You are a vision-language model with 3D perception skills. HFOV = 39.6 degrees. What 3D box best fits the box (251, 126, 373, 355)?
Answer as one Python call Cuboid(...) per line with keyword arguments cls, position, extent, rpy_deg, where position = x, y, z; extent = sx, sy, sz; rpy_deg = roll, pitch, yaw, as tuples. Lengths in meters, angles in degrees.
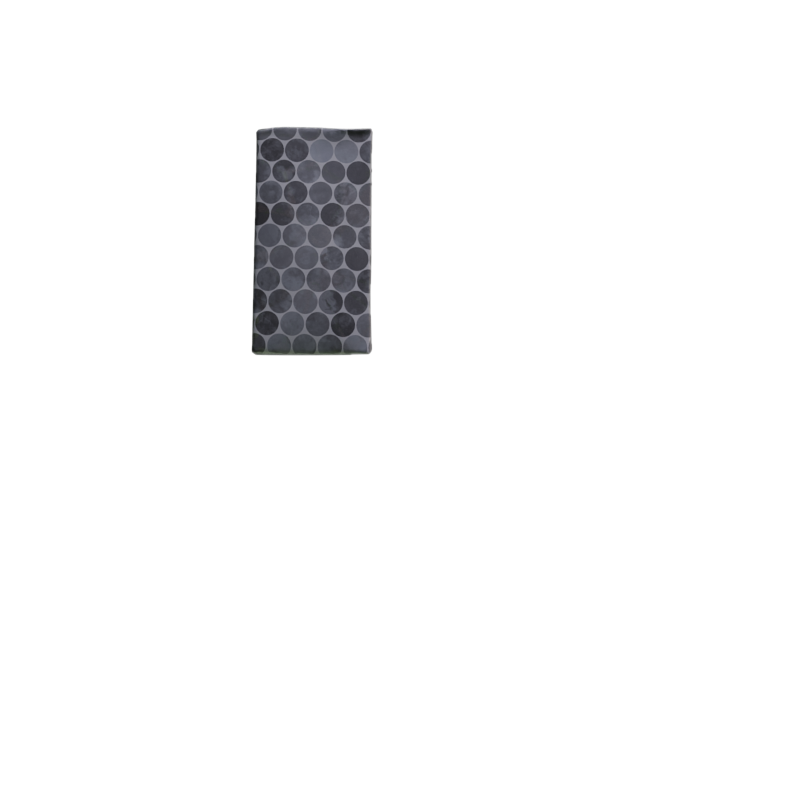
Cuboid(cls="box", position=(-0.068, -0.123, 0.864), extent=(0.093, 0.179, 0.047), rpy_deg=(0, -5, -1))
